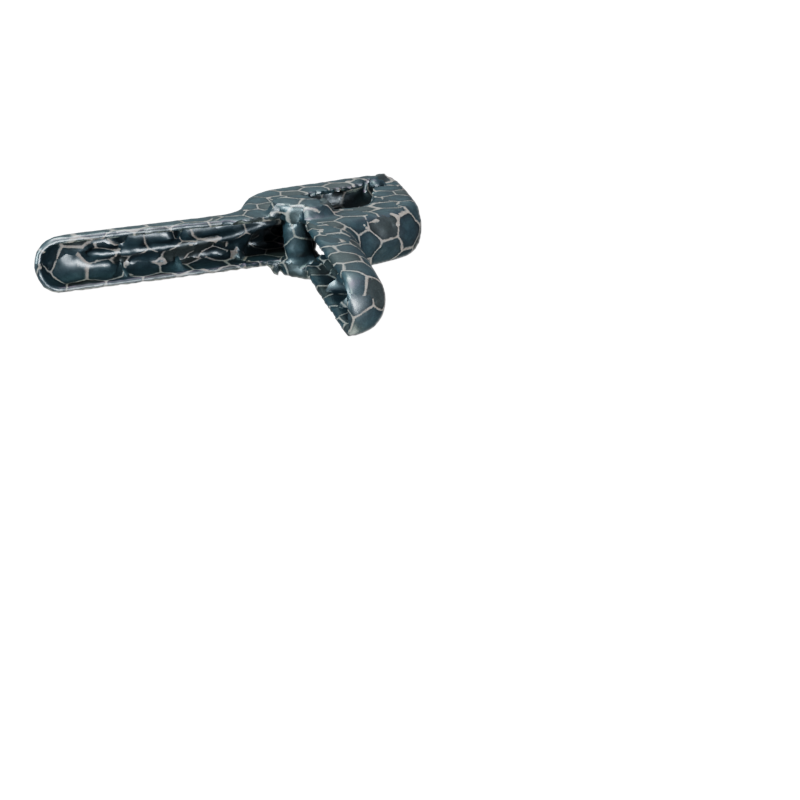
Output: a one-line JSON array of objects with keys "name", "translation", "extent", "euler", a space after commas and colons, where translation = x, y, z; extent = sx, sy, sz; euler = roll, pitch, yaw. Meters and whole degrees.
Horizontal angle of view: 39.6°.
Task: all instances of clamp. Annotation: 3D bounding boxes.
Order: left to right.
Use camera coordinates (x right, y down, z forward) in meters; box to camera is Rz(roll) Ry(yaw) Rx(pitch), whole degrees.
[{"name": "clamp", "translation": [-0.041, -0.075, 0.524], "extent": [0.172, 0.035, 0.209], "euler": [13, 25, 30]}]
